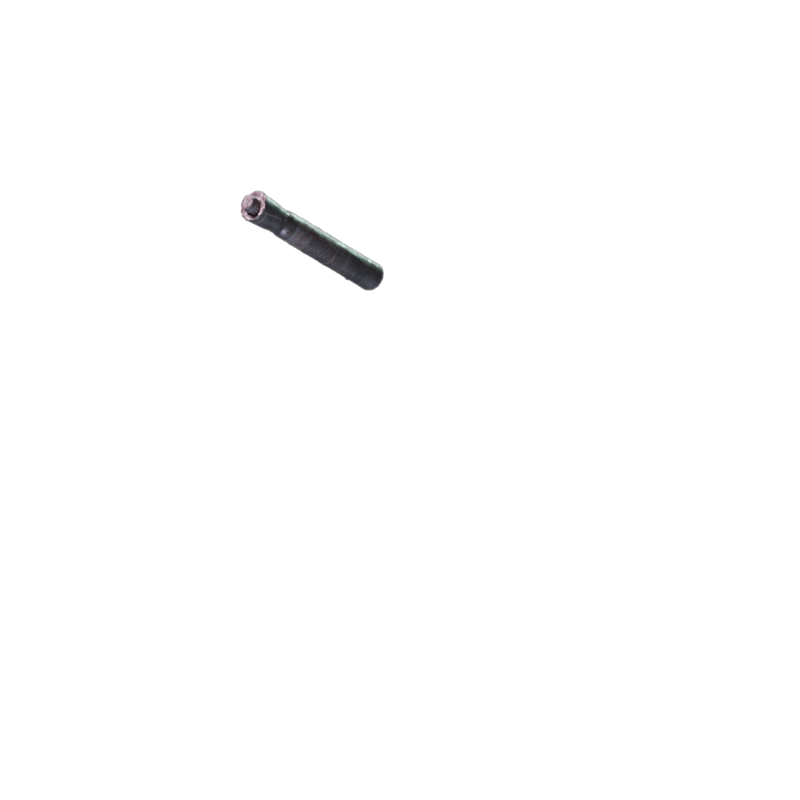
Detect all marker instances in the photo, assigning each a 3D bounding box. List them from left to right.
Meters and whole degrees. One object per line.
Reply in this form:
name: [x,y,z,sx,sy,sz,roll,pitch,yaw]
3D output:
marker: [-0.052,-0.095,0.664,0.021,0.020,0.113,3,-15,41]
